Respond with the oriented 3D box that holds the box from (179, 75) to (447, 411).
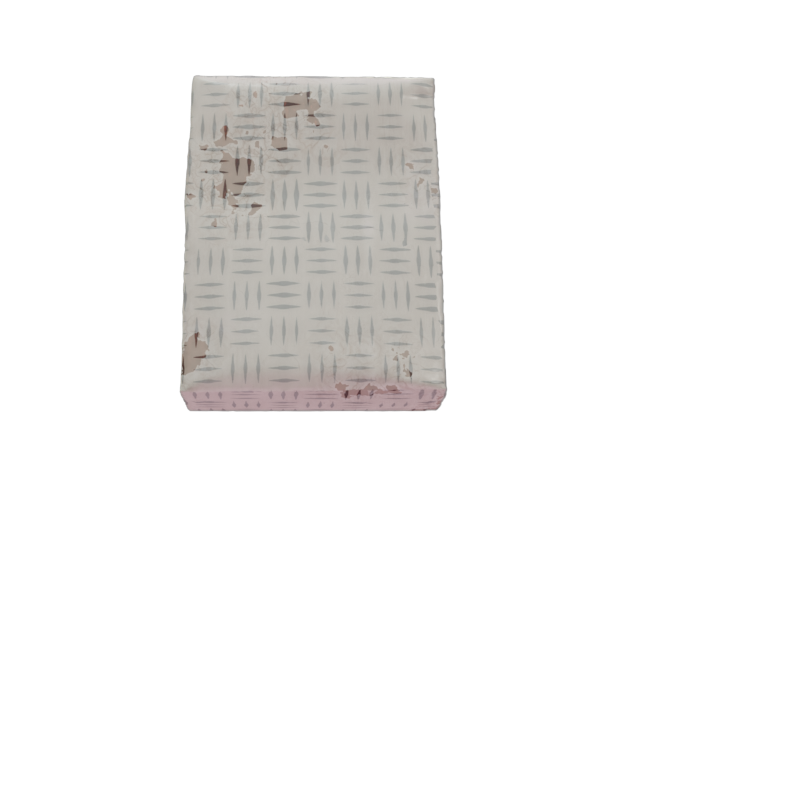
[{"bbox_3d":[-0.056,-0.103,0.719,0.164,0.223,0.069,0,-17,-2],"label":"box"}]
